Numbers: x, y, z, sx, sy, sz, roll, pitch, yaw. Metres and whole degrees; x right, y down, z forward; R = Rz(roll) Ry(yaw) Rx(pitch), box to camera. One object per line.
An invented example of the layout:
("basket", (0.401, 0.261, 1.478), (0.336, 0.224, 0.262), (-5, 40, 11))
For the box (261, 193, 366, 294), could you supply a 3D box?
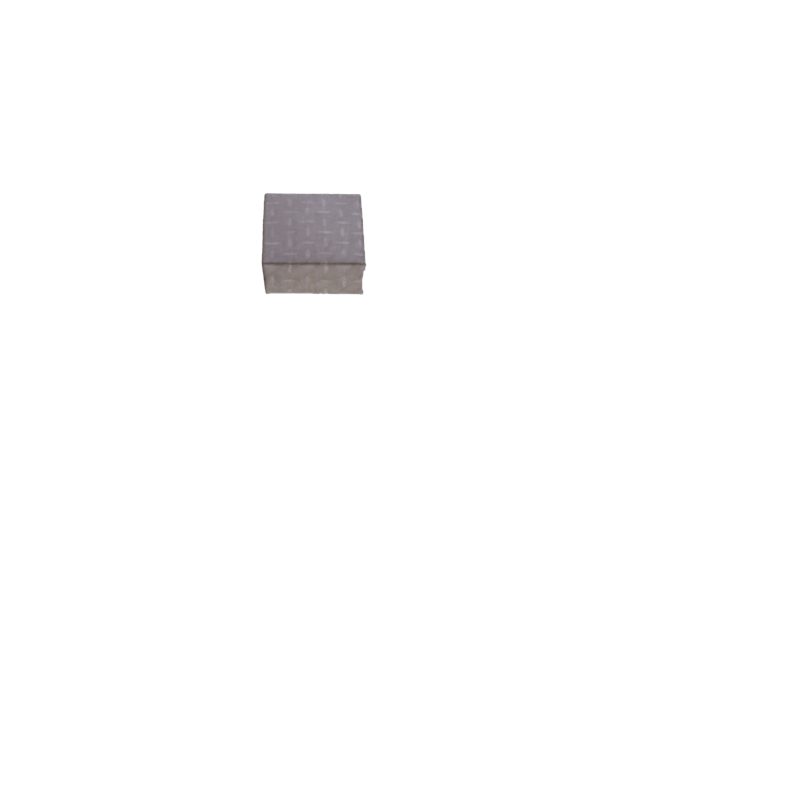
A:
("box", (-0.078, -0.142, 0.992), (0.090, 0.036, 0.122), (-2, 43, -2))
